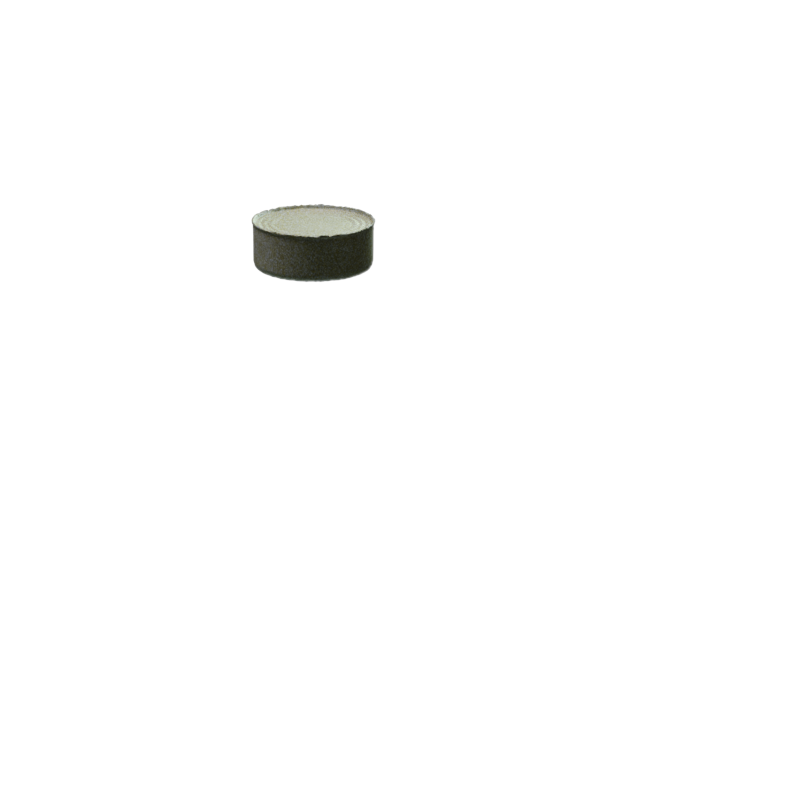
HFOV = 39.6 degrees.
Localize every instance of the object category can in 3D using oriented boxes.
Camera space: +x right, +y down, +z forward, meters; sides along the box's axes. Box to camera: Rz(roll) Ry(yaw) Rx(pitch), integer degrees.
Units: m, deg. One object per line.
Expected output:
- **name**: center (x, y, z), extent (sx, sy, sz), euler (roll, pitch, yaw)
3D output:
- **can**: center (-0.061, -0.111, 0.775), extent (0.086, 0.032, 0.090), euler (-1, 22, -2)
